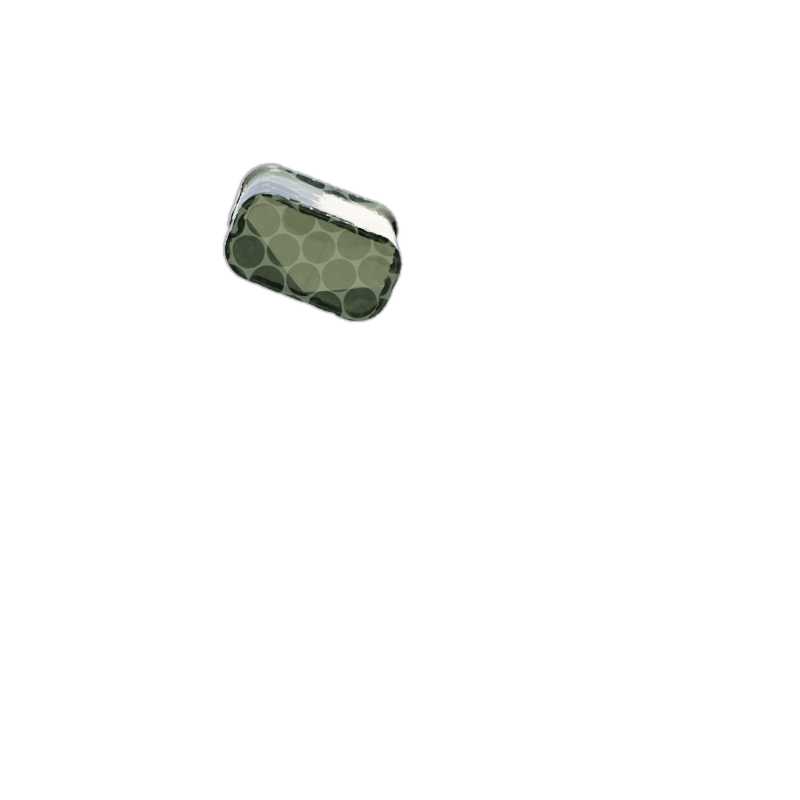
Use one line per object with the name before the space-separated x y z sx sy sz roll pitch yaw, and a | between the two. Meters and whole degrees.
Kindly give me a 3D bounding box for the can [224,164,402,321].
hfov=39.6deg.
can | -0.050 -0.092 0.644 0.101 0.056 0.087 20 16 -7
